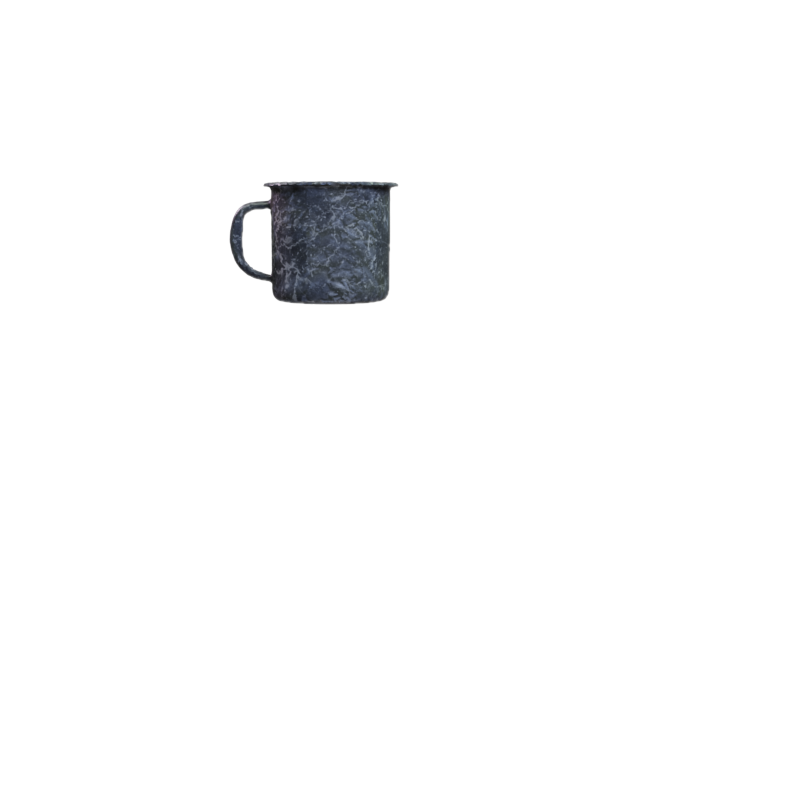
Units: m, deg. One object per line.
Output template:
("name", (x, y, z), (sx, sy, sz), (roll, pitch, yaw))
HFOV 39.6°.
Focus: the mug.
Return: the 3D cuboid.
("mug", (-0.060, -0.110, 0.768), (0.117, 0.081, 0.094), (0, 6, 2))
